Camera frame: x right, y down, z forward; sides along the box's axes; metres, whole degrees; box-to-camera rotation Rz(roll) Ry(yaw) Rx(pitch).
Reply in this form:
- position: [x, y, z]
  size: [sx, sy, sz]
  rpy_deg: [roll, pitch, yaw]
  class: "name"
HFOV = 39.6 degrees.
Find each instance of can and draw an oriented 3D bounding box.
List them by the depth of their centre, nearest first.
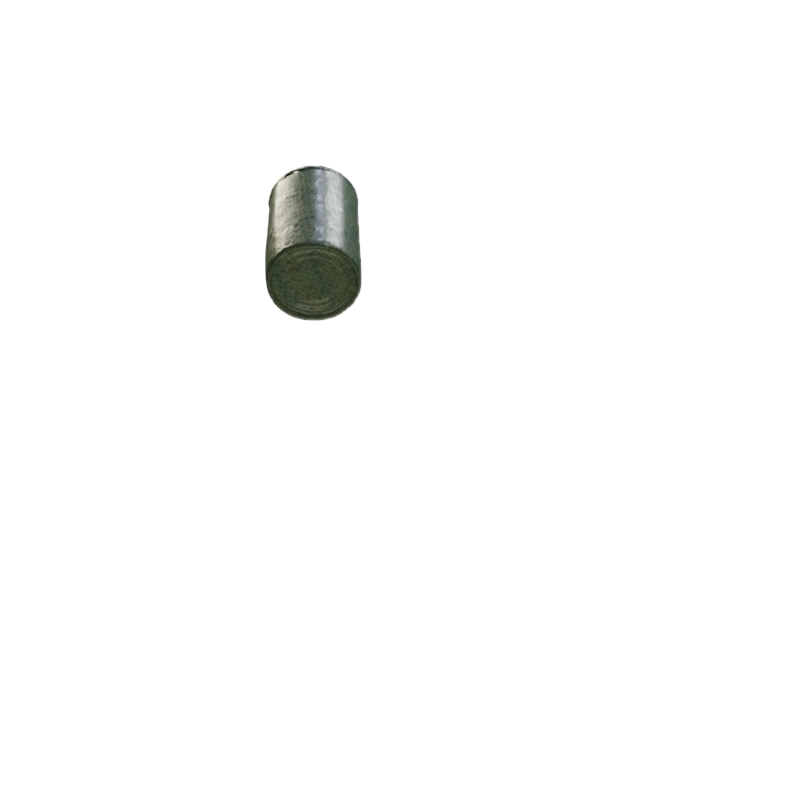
- position: [-0.062, -0.114, 0.798]
  size: [0.068, 0.064, 0.109]
  rpy_deg: [-1, 39, -3]
  class: "can"
